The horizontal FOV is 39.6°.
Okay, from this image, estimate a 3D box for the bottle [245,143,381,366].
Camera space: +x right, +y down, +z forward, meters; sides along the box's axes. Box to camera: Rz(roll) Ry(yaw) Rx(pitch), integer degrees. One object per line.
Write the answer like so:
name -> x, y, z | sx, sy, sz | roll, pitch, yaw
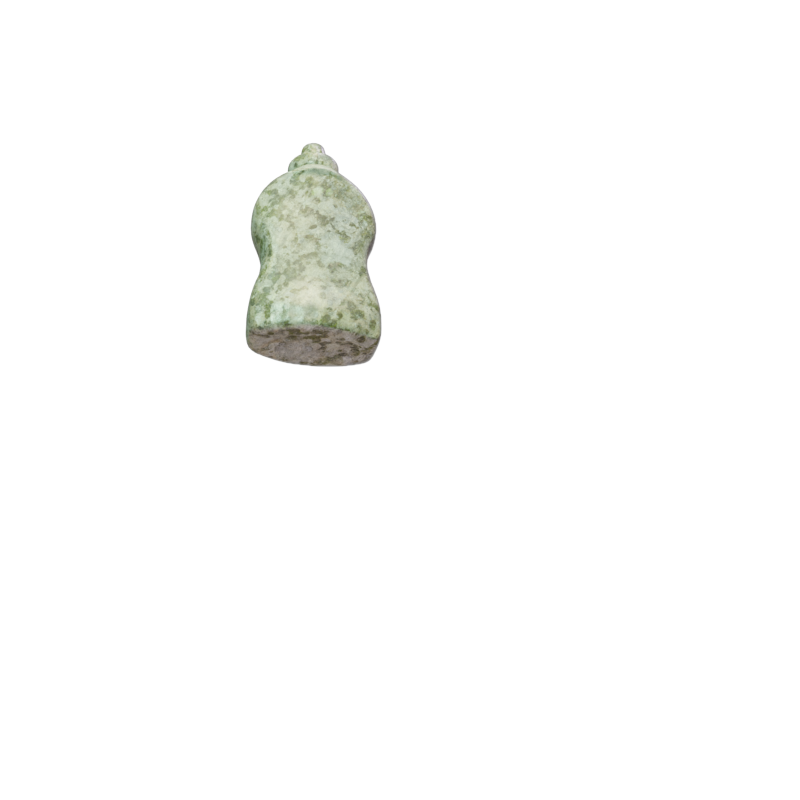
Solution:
bottle -> -0.066, -0.120, 0.845 | 0.095, 0.205, 0.055 | 4, -35, -9
